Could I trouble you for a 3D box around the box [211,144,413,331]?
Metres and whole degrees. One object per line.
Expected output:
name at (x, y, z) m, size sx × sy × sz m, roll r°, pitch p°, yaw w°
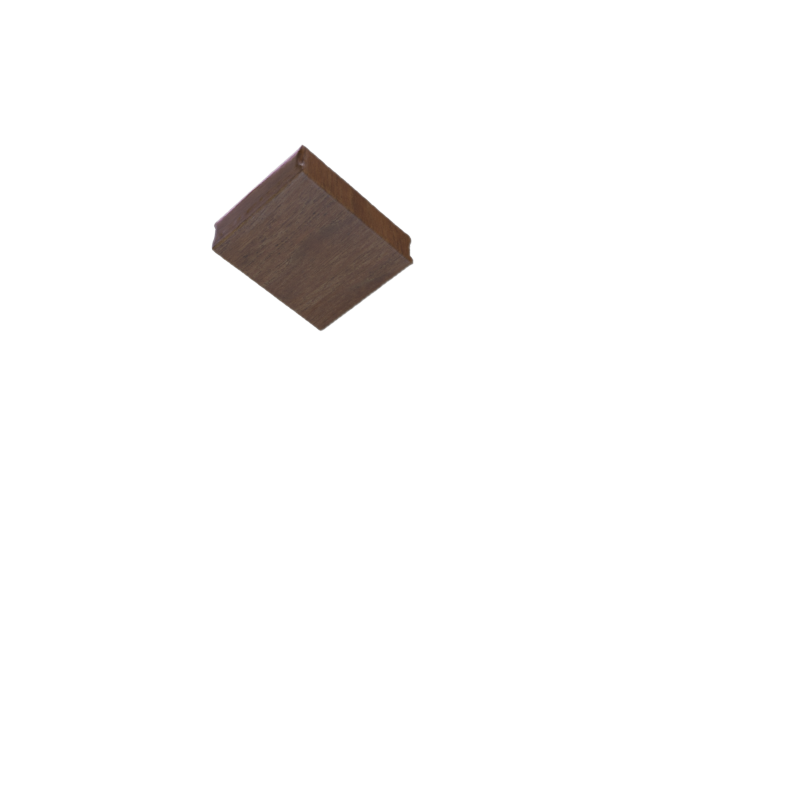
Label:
box at (-0.048, -0.088, 0.620) m, size 0.072 × 0.032 × 0.084 m, roll -38°, pitch -60°, yaw 26°
